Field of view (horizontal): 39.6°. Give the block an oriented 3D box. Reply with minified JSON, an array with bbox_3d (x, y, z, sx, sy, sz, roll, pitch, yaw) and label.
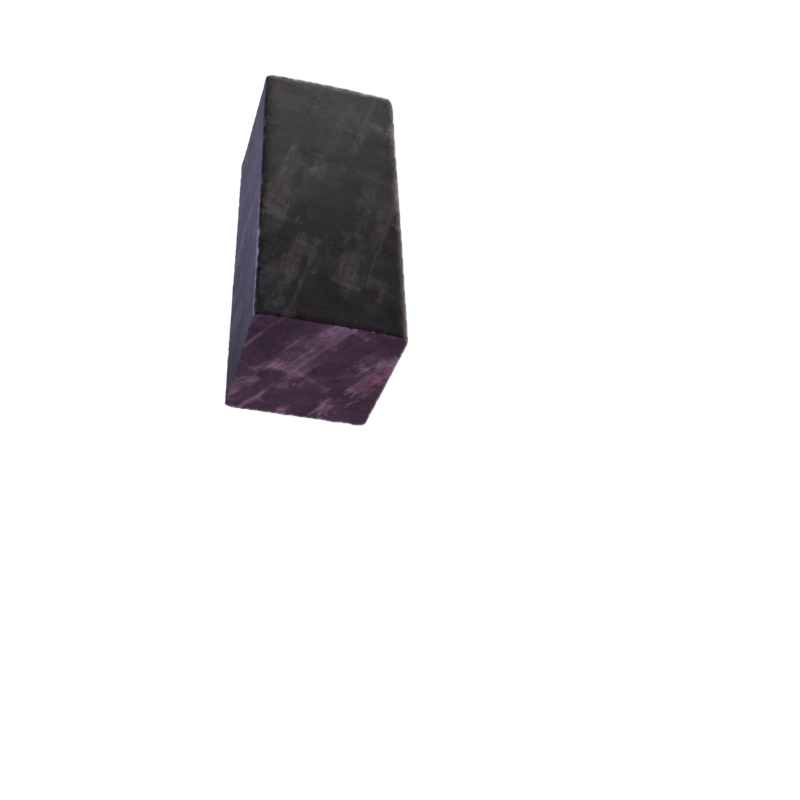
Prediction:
[{"bbox_3d":[-0.054,-0.100,0.702,0.088,0.221,0.086,9,-41,-14],"label":"block"}]
